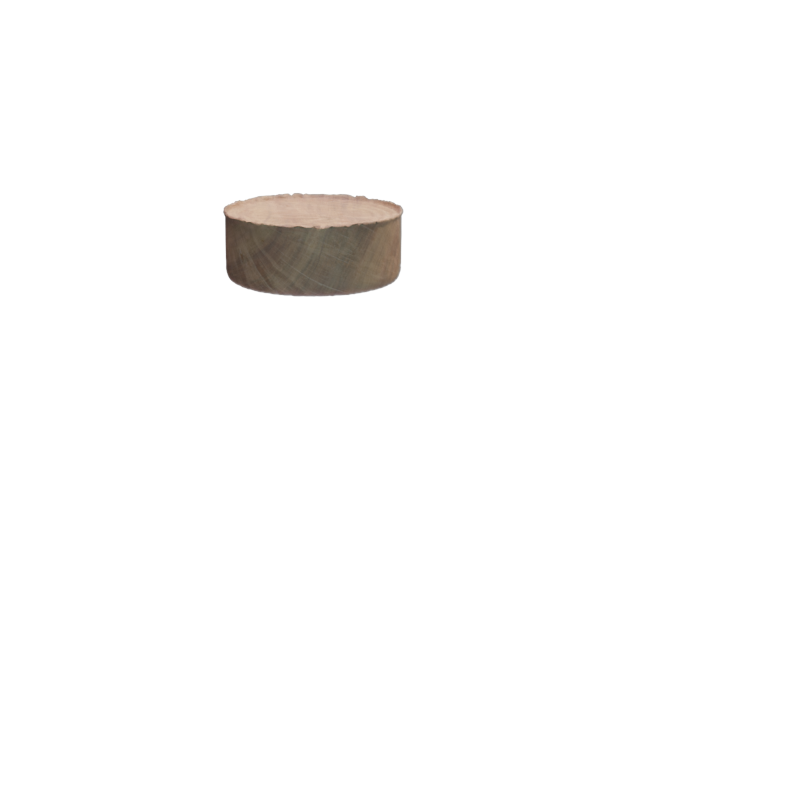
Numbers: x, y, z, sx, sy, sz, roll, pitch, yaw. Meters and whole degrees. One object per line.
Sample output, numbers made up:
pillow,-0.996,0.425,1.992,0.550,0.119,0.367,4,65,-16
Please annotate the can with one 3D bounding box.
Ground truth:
can,-0.042,-0.076,0.532,0.086,0.032,0.089,-1,19,-2
